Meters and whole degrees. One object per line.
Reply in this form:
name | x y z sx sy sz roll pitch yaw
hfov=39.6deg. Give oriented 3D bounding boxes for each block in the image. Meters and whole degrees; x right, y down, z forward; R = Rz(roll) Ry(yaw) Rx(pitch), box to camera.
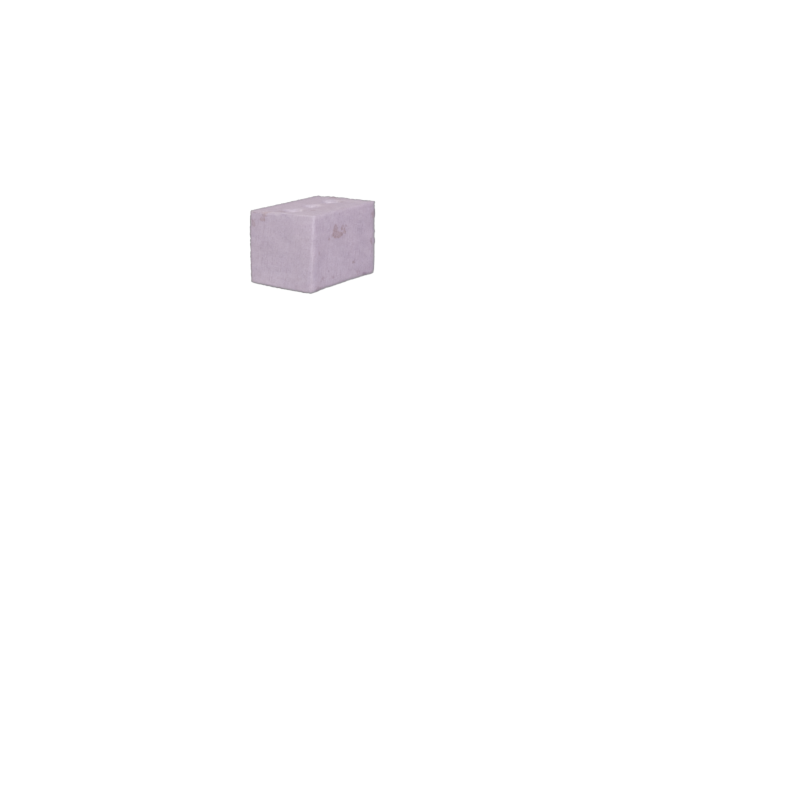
block | -0.059 -0.107 0.751 0.055 0.050 0.077 10 19 30
